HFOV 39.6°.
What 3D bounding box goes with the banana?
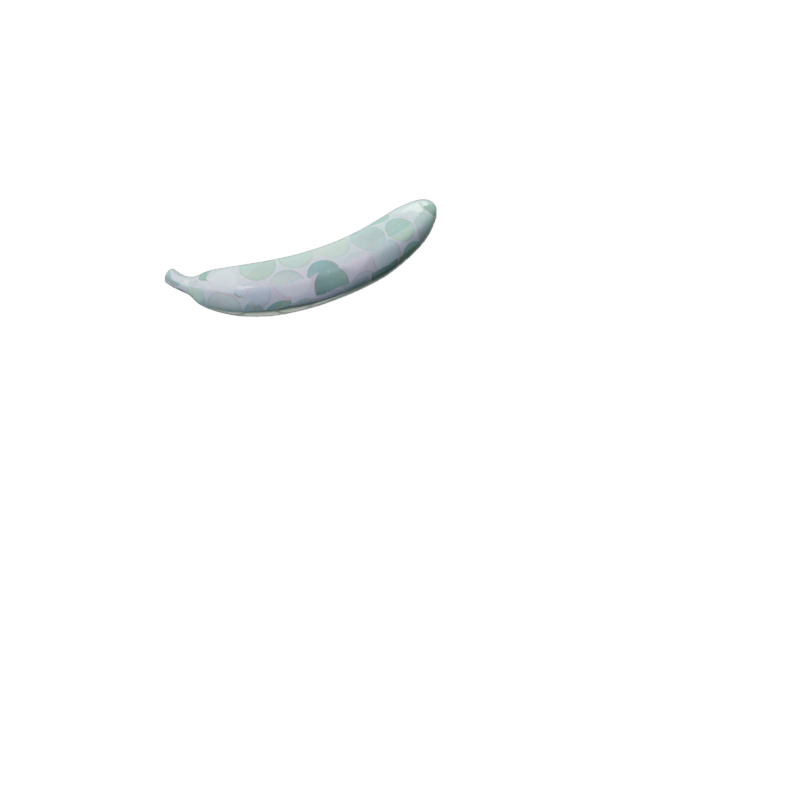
[{"bbox_3d":[-0.056,-0.093,0.745,0.196,0.075,0.034,-16,-40,-14],"label":"banana"}]
